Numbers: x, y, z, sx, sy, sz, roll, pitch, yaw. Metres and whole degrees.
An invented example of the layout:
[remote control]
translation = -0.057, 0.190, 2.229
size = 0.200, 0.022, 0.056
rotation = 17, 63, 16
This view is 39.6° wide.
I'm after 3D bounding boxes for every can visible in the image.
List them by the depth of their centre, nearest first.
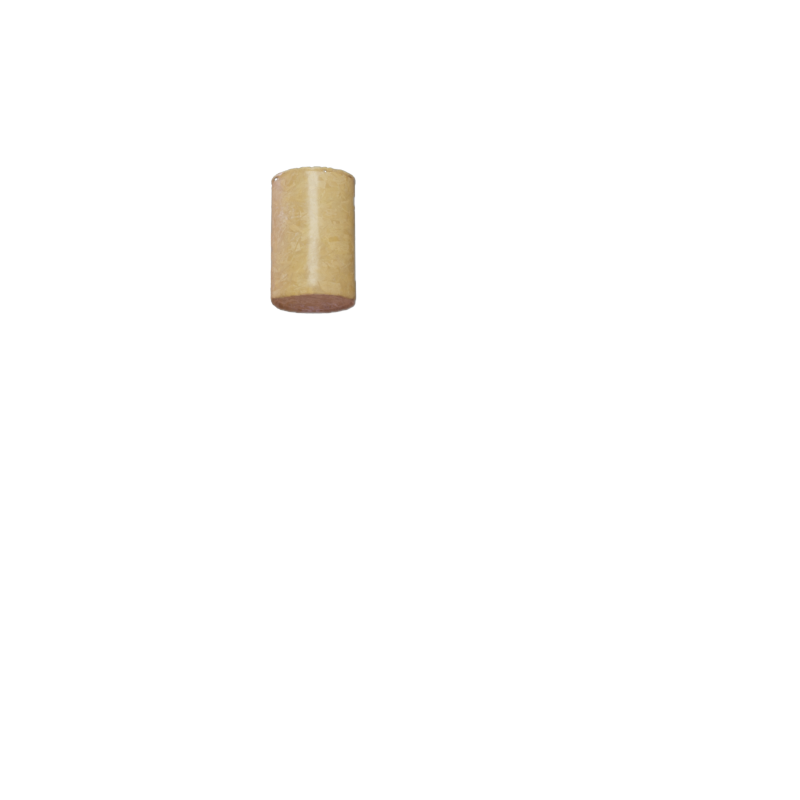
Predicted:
[can]
translation = -0.068, -0.125, 0.873
size = 0.068, 0.106, 0.066
rotation = 0, -14, -2
